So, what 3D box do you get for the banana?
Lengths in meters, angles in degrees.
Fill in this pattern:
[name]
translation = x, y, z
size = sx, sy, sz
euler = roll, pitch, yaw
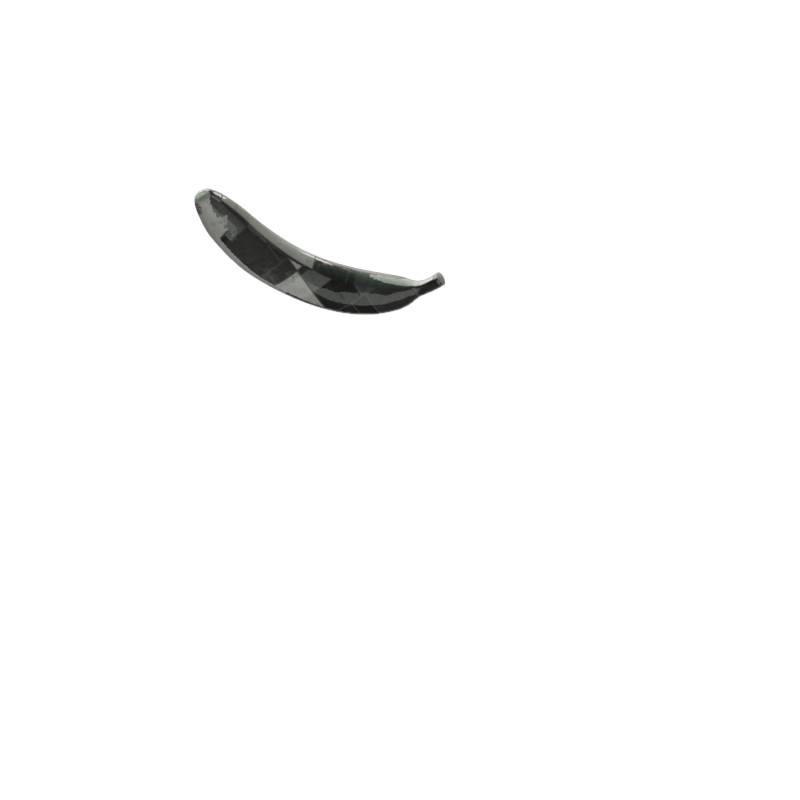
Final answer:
[banana]
translation = -0.069, -0.104, 0.839
size = 0.193, 0.067, 0.039
euler = 17, 35, -13
